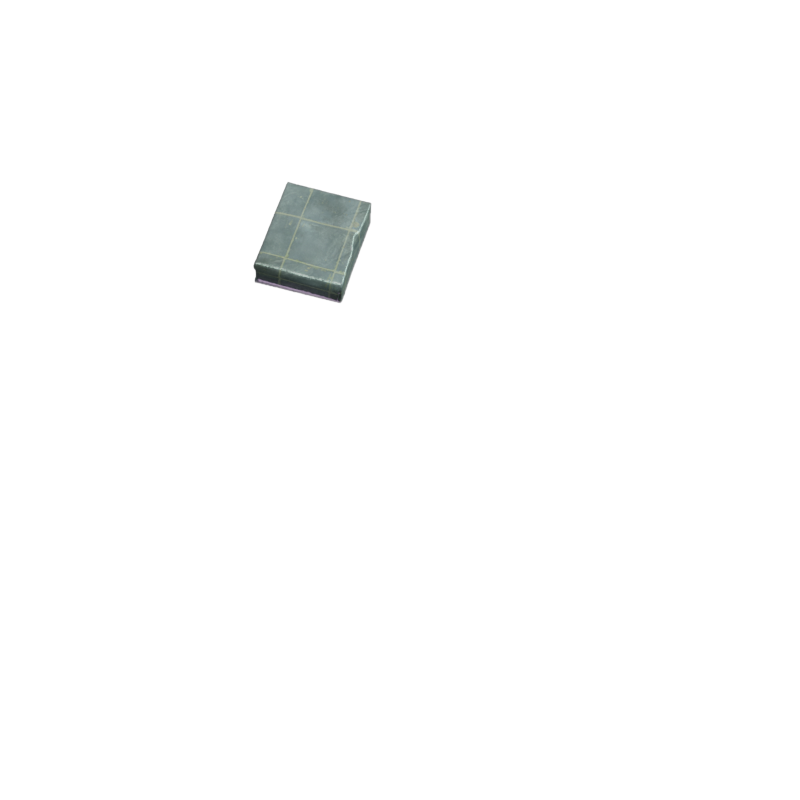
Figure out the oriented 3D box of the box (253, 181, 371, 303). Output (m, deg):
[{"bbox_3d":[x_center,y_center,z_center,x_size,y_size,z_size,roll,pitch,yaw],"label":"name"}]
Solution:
[{"bbox_3d":[-0.070,-0.127,0.890,0.074,0.094,0.028,14,-32,8],"label":"box"}]
